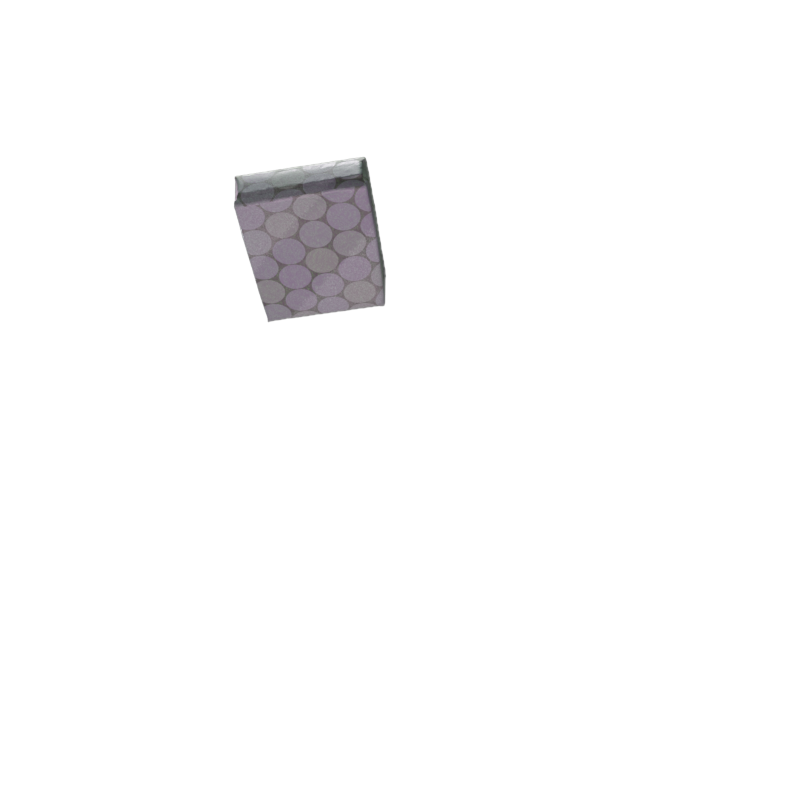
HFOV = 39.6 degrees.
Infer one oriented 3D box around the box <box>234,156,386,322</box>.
[{"bbox_3d":[-0.060,-0.109,0.763,0.090,0.105,0.042,-6,42,5],"label":"box"}]
